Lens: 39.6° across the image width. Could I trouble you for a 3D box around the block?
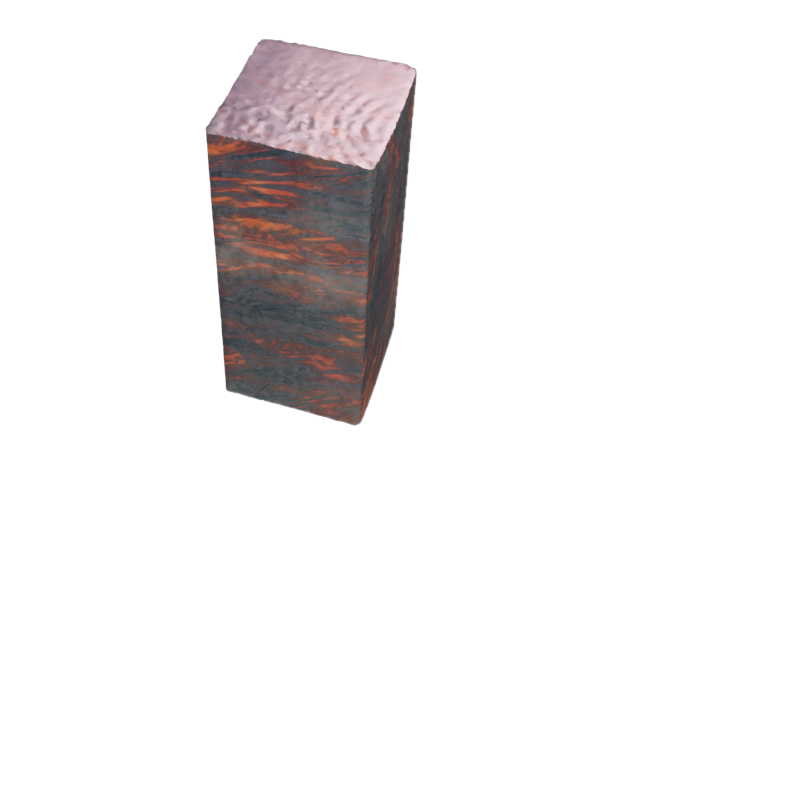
[{"bbox_3d":[-0.050,-0.092,0.639,0.092,0.095,0.192,14,-41,8],"label":"block"}]
